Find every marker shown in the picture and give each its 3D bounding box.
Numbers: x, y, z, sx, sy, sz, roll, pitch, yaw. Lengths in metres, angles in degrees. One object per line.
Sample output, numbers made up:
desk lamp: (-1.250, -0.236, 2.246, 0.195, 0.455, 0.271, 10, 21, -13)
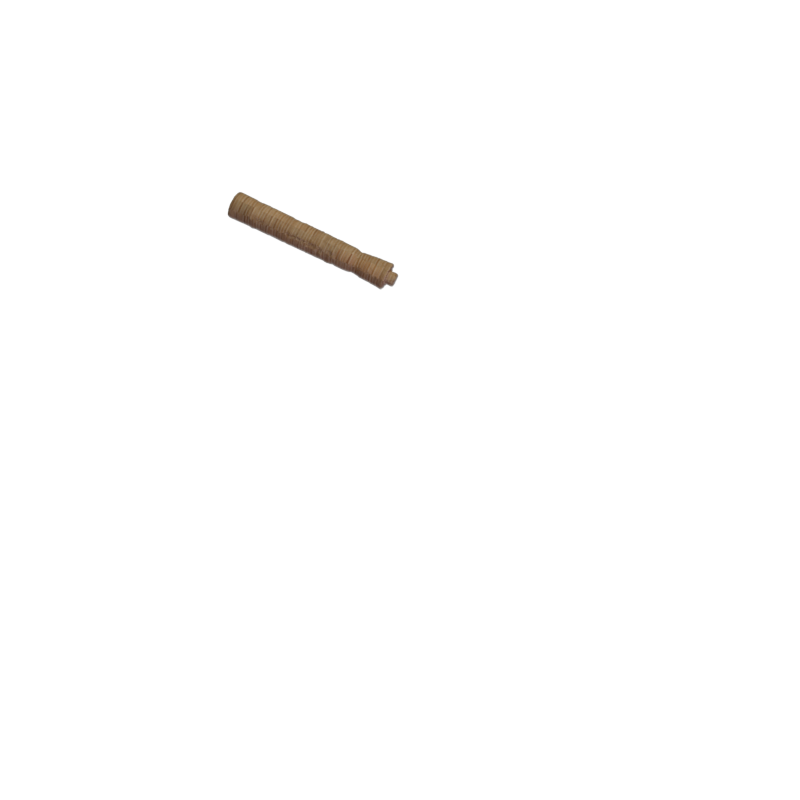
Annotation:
marker: (-0.057, -0.105, 0.734, 0.124, 0.019, 0.019, 27, 8, 11)
